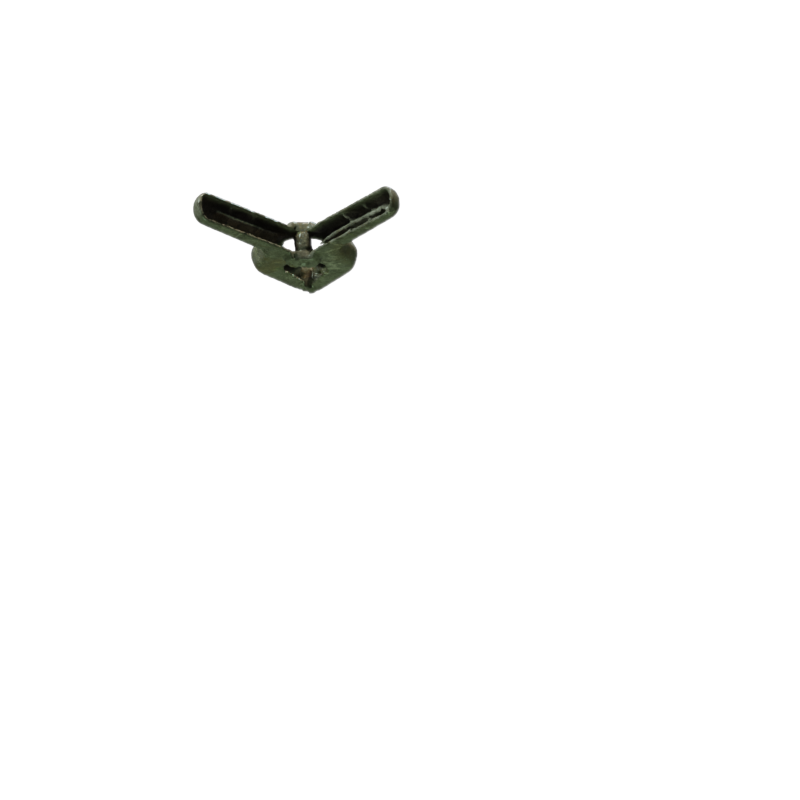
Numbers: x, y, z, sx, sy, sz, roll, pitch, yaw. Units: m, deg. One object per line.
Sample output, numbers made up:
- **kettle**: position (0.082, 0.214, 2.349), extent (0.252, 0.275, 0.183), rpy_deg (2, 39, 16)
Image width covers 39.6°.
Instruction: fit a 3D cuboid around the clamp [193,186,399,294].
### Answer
- **clamp**: position (-0.076, -0.138, 0.965), extent (0.166, 0.038, 0.200), rpy_deg (-2, -13, 7)
